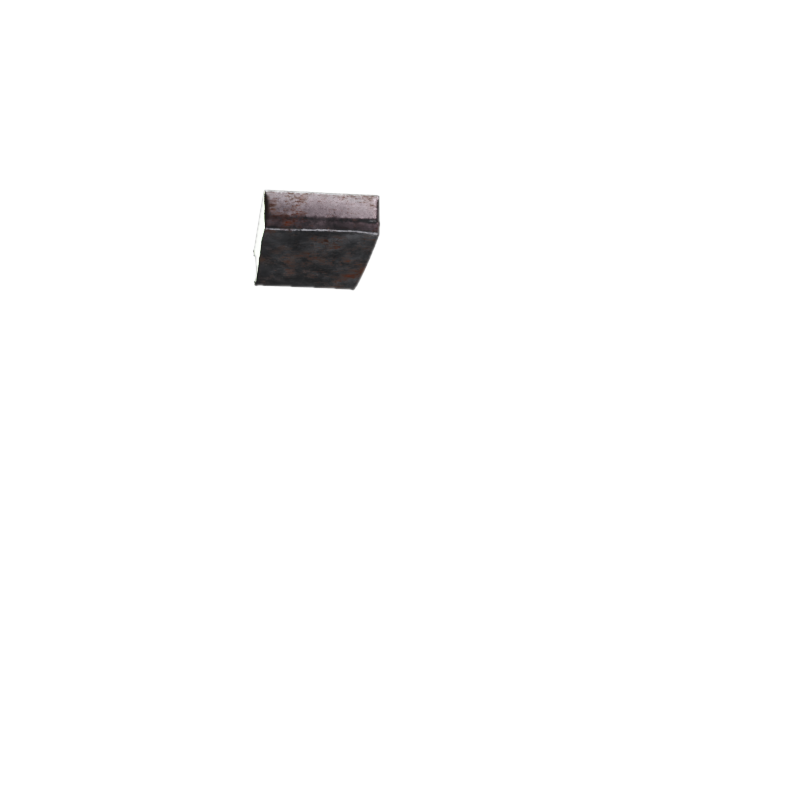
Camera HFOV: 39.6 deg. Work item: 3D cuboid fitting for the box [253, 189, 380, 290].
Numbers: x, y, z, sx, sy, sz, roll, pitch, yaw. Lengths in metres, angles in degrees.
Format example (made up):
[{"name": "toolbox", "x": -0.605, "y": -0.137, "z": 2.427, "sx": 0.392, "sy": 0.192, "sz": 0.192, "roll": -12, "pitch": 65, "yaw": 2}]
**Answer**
[{"name": "box", "x": -0.069, "y": -0.126, "z": 0.884, "sx": 0.089, "sy": 0.041, "sz": 0.109, "roll": 3, "pitch": -22, "yaw": -9}]
